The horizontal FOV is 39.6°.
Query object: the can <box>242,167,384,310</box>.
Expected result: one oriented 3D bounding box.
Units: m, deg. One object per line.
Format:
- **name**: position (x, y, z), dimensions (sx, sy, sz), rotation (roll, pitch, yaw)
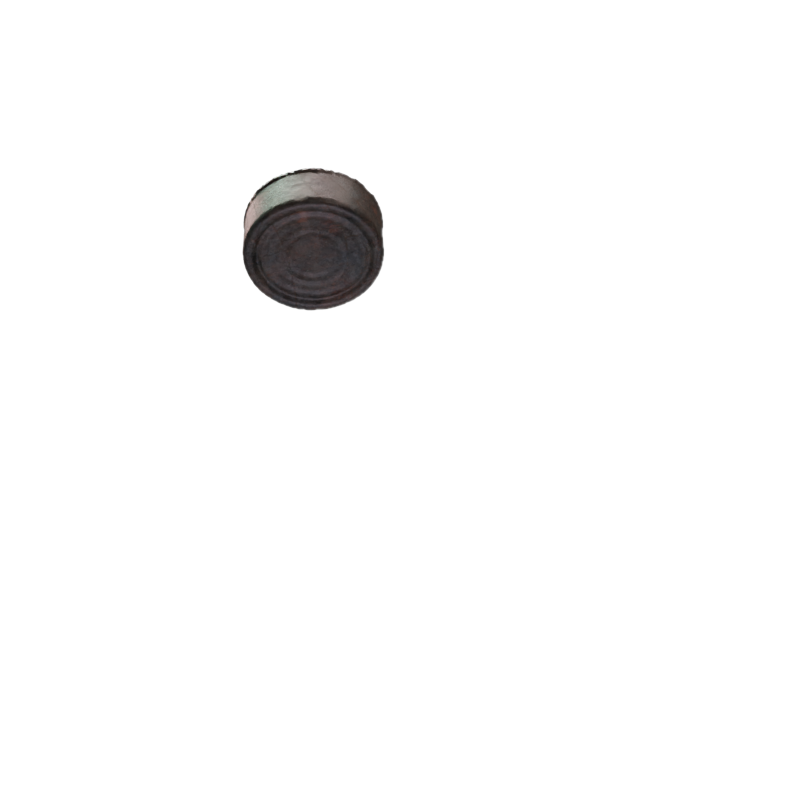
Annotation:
- **can**: position (-0.052, -0.095, 0.669), dimensions (0.086, 0.080, 0.036), rotation (1, 42, -1)
